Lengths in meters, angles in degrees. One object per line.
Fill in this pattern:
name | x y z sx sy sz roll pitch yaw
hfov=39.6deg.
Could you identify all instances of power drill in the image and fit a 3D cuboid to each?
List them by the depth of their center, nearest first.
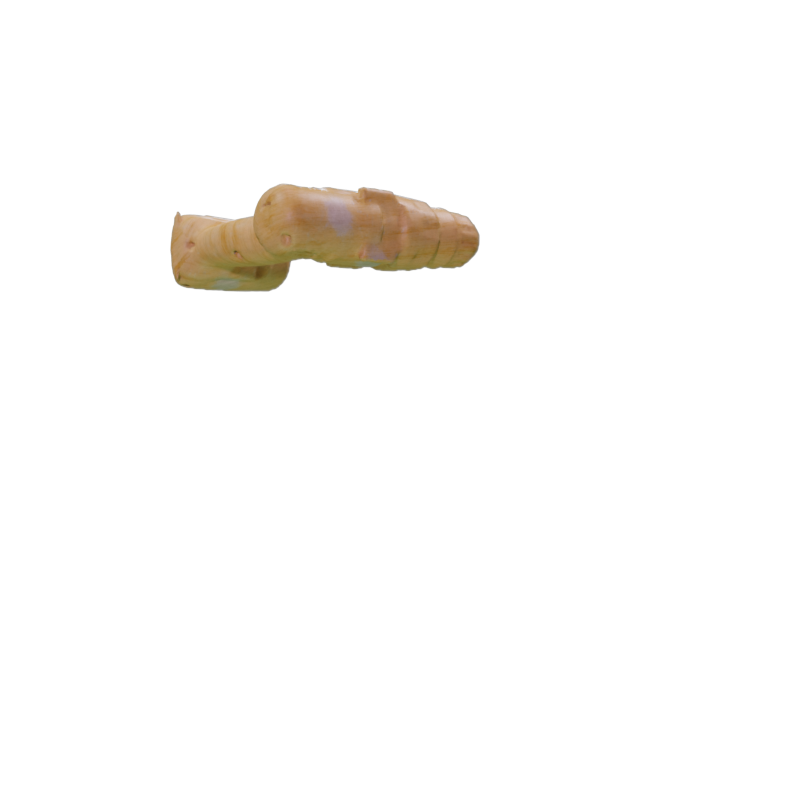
power drill | -0.062 -0.114 0.796 0.176 0.058 0.193 3 -4 -41
